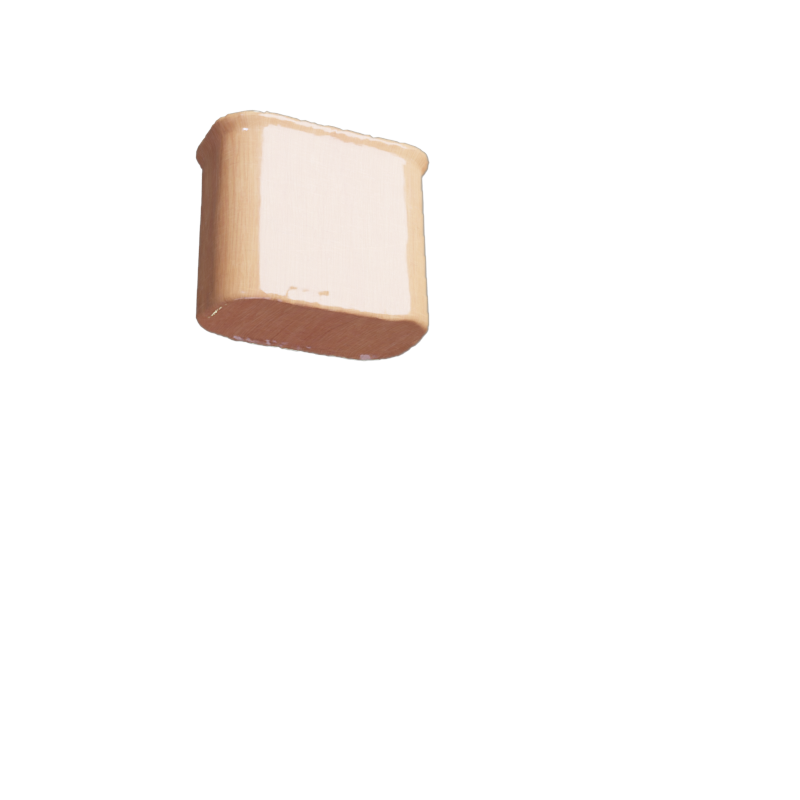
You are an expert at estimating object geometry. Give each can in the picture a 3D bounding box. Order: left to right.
[{"bbox_3d":[-0.037,-0.068,0.478,0.098,0.088,0.057,9,-24,-24],"label":"can"}]
